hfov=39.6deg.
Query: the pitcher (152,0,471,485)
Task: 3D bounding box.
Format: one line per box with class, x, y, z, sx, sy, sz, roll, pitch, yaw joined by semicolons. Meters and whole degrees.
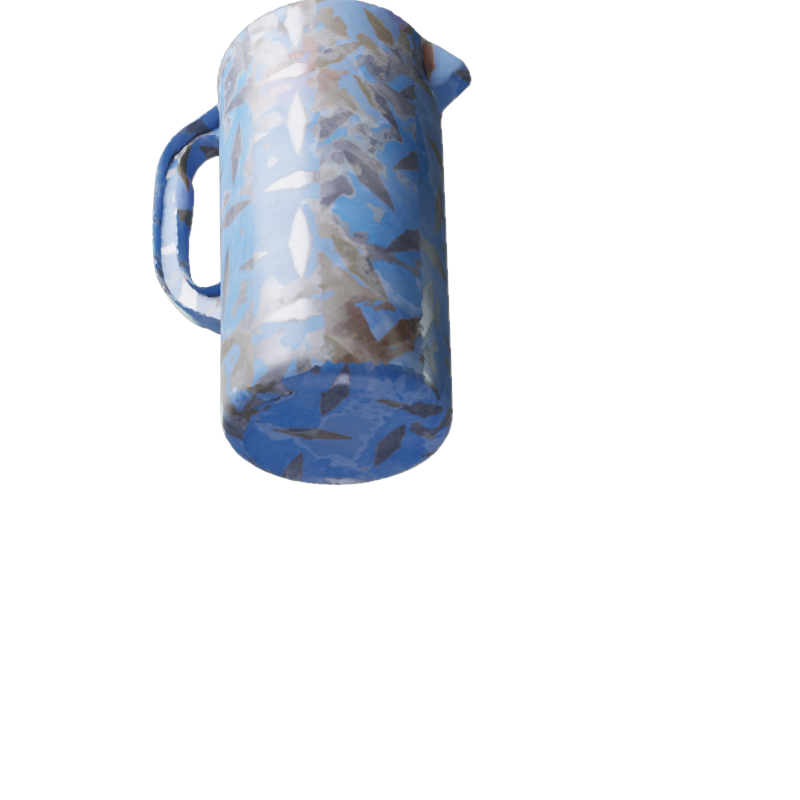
pitcher;-0.046;-0.084;0.586;0.139;0.260;0.145;16;-40;-24
